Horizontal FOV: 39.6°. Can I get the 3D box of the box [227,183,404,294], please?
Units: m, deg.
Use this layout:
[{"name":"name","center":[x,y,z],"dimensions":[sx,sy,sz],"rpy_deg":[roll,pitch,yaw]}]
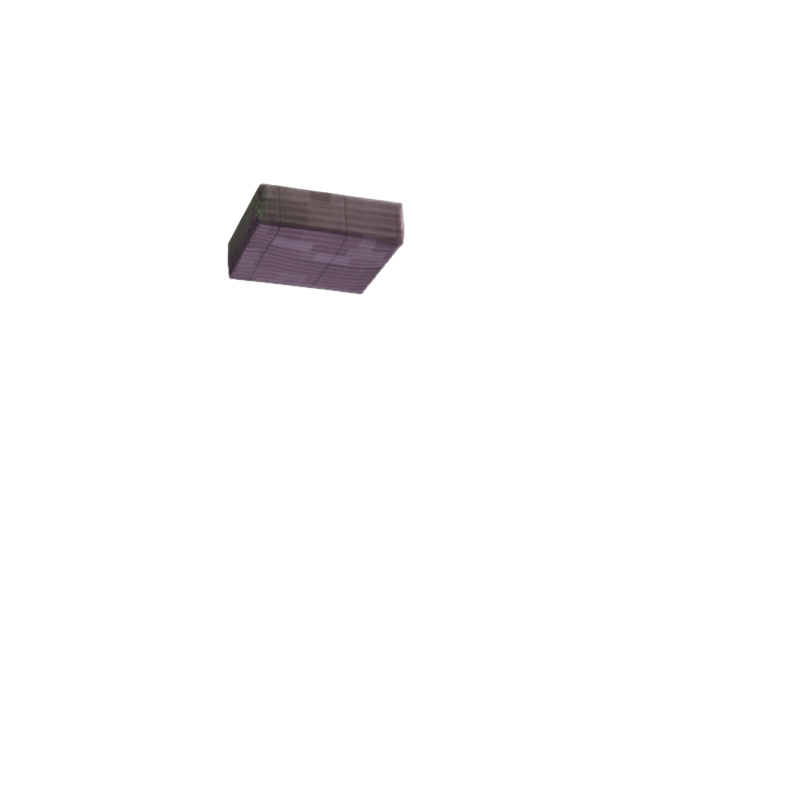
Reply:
[{"name":"box","center":[-0.065,-0.118,0.828],"dimensions":[0.110,0.041,0.087],"rpy_deg":[8,-24,-19]}]
